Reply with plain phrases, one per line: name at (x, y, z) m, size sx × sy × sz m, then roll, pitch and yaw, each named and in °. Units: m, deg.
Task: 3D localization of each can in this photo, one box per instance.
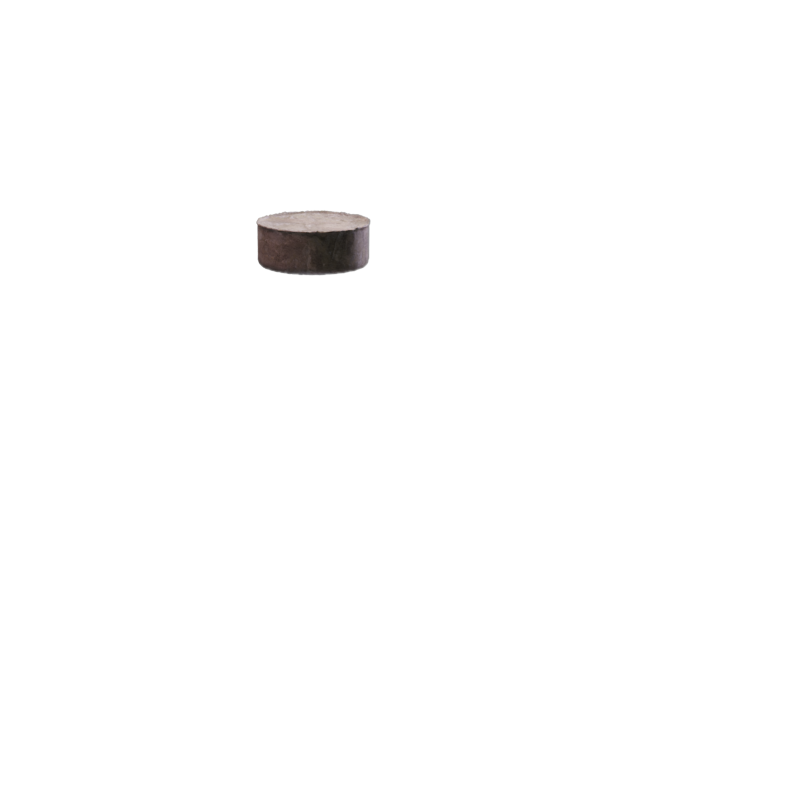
can at (-0.065, -0.119, 0.835) m, size 0.086 × 0.032 × 0.089 m, roll -1°, pitch 18°, yaw -2°
